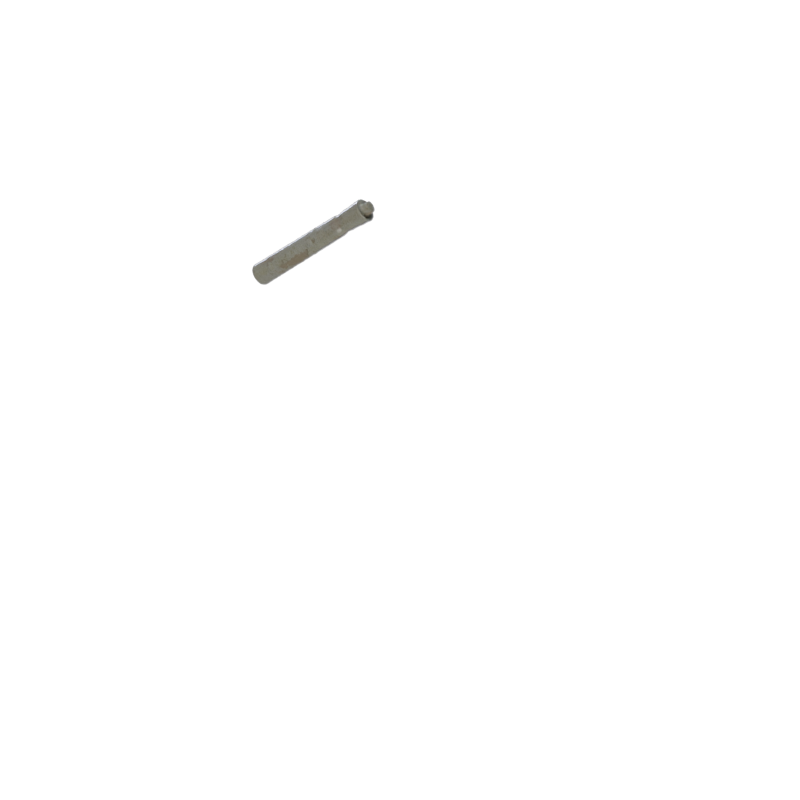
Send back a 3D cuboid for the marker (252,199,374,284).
[{"bbox_3d":[-0.068,-0.124,0.867,0.121,0.020,0.019,-26,-12,33],"label":"marker"}]
